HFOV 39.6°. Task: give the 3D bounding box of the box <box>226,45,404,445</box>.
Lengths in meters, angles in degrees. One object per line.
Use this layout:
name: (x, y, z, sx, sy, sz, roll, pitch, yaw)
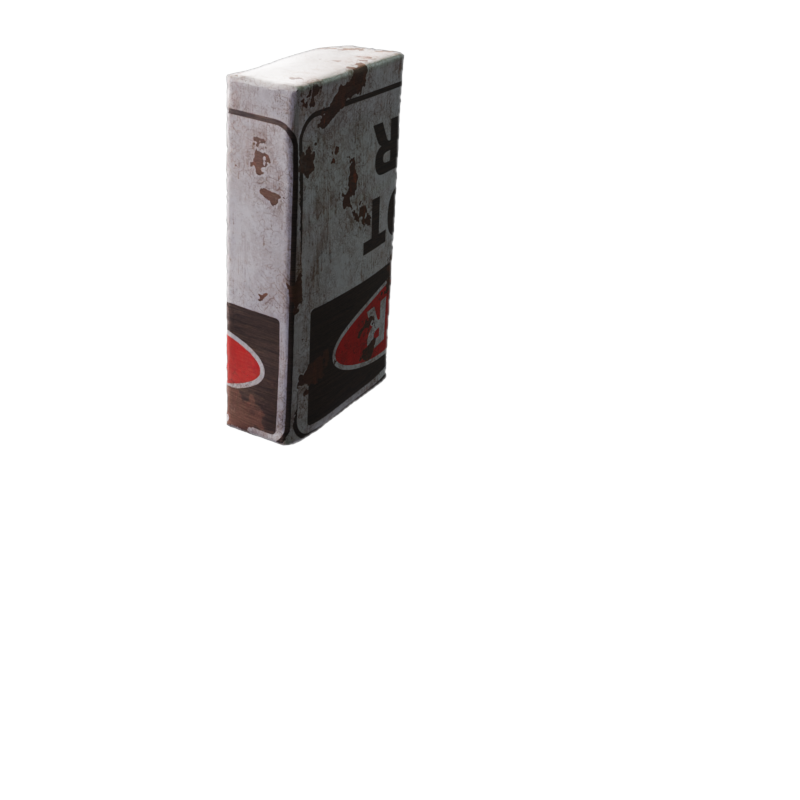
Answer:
box: (-0.042, -0.076, 0.533, 0.050, 0.168, 0.093, 13, 25, 28)
